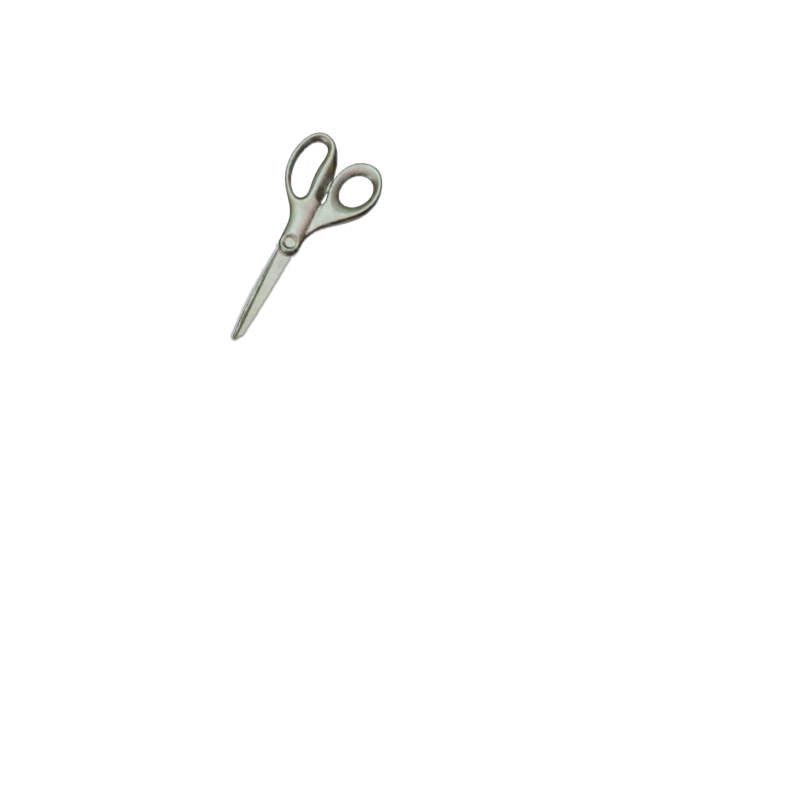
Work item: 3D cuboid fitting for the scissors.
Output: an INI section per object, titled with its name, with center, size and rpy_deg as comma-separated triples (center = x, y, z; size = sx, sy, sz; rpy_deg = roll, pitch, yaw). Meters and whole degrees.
[scissors]
center = -0.075, -0.138, 0.963
size = 0.097, 0.209, 0.015
rpy_deg = 11, -18, 3
